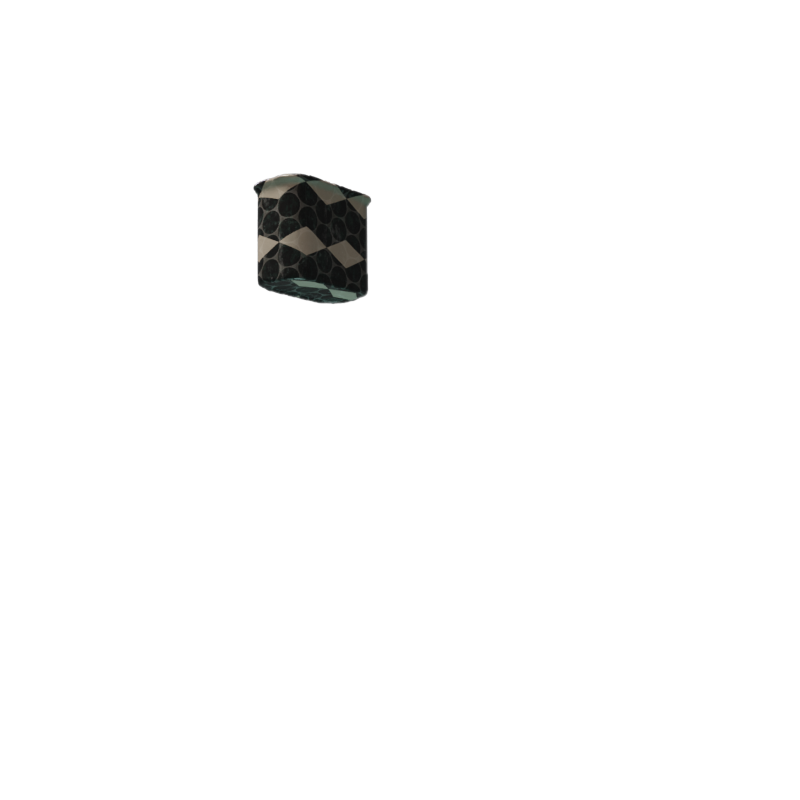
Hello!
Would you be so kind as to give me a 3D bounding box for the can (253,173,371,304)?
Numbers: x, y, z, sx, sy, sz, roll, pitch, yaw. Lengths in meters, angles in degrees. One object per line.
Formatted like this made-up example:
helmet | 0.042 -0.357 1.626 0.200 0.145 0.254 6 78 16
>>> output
can | -0.070 -0.127 0.891 0.059 0.087 0.096 -11 -15 39
